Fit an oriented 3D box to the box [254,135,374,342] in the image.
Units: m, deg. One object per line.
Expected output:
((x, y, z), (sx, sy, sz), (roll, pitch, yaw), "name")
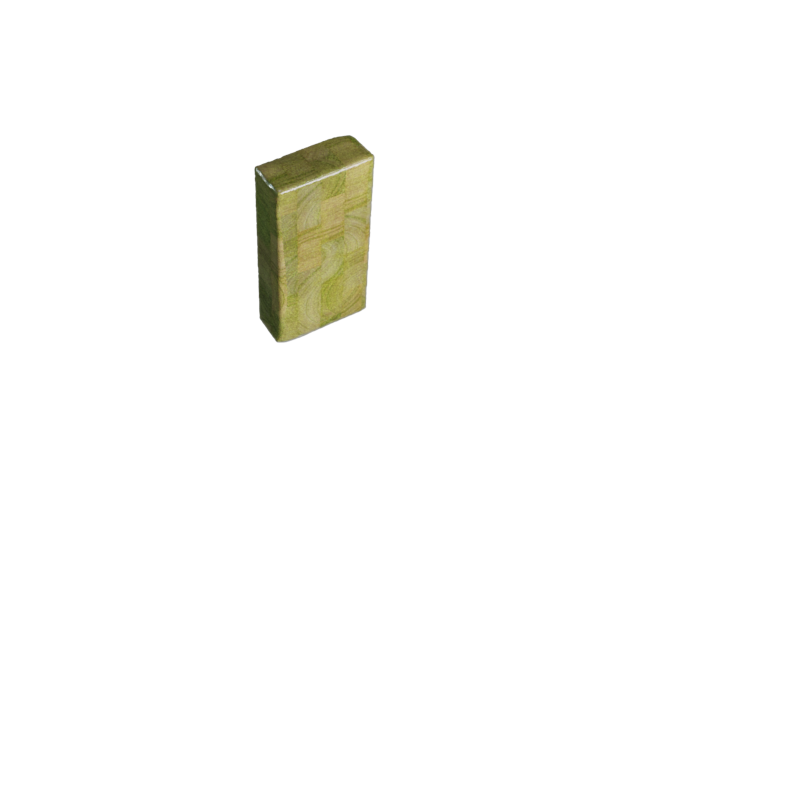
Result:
((-0.073, -0.134, 0.936), (0.093, 0.164, 0.052), (-24, 50, -25), "box")
